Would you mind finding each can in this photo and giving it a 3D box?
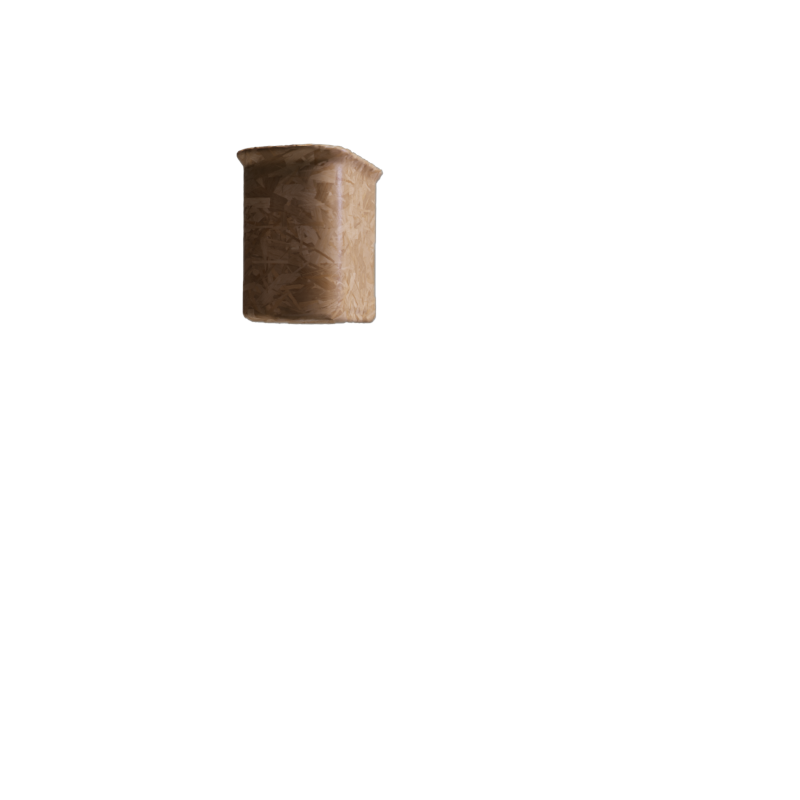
[{"bbox_3d":[-0.045,-0.081,0.570,0.059,0.084,0.099,-1,0,14],"label":"can"}]
